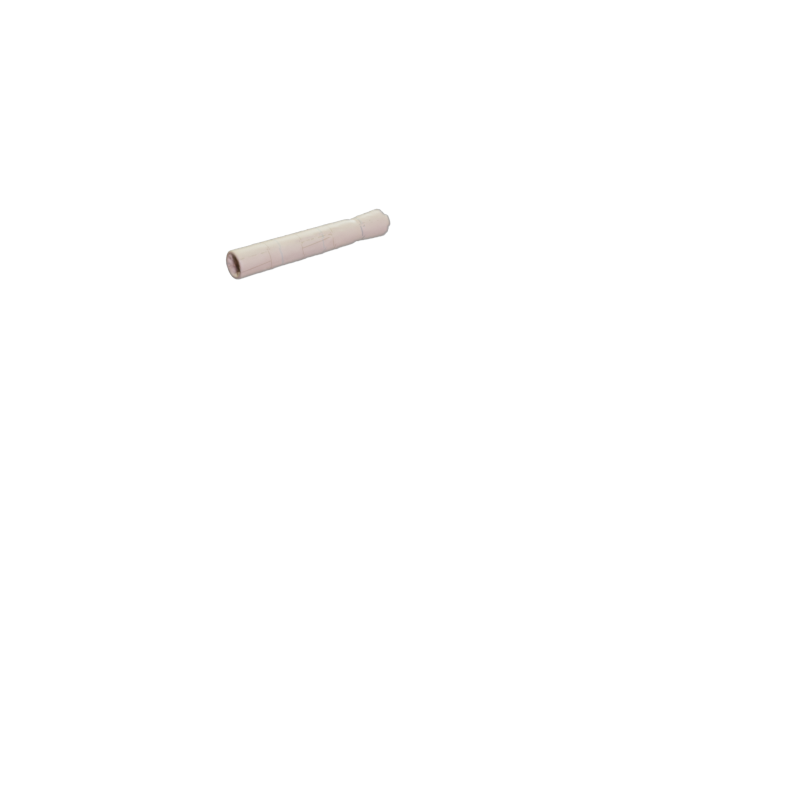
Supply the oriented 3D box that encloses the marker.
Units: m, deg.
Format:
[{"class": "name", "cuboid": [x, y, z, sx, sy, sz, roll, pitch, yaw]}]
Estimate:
[{"class": "marker", "cuboid": [-0.056, -0.102, 0.712, 0.119, 0.019, 0.021, -22, 16, -32]}]
